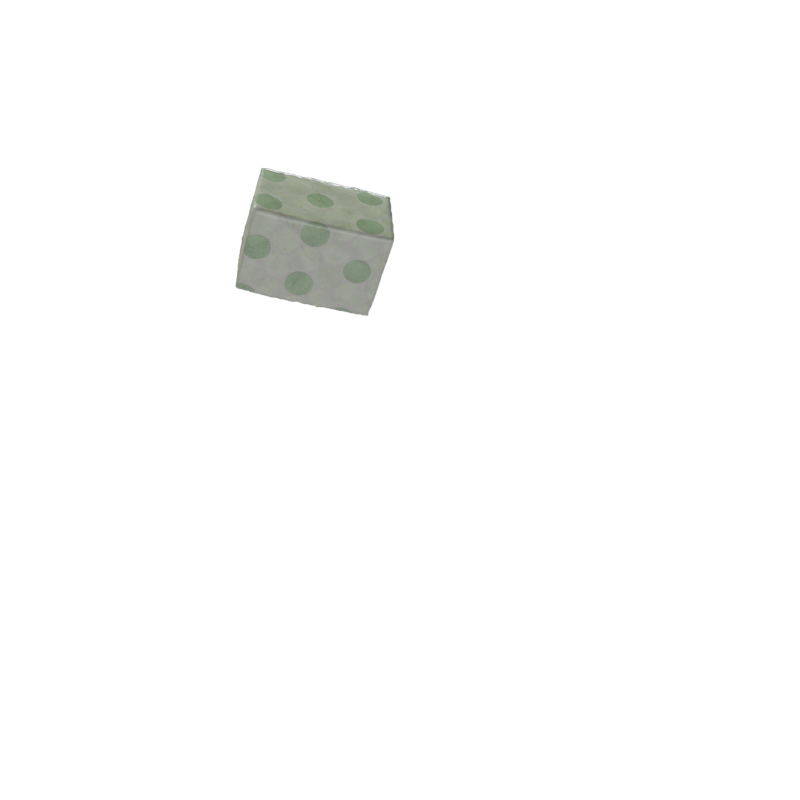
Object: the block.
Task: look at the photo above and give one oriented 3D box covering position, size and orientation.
[{"bbox_3d":[-0.048,-0.087,0.613,0.077,0.050,0.055,12,33,-9],"label":"block"}]
